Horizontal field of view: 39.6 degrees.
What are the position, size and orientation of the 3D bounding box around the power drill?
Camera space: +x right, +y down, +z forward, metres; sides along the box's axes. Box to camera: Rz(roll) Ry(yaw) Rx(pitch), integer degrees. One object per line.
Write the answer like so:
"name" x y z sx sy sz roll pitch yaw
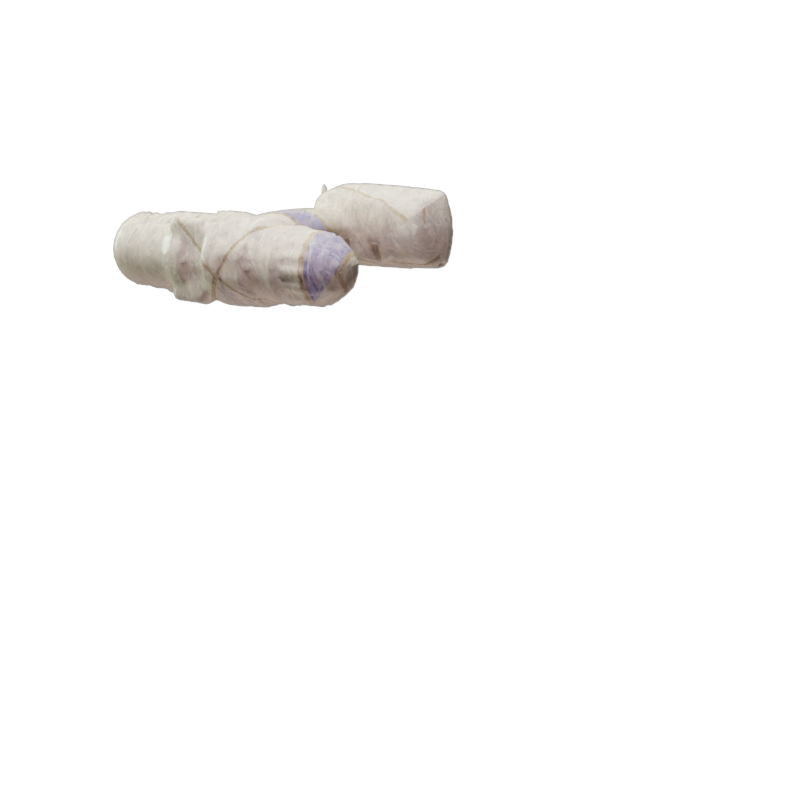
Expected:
"power drill" -0.053 -0.096 0.676 0.194 0.056 0.183 13 20 41
